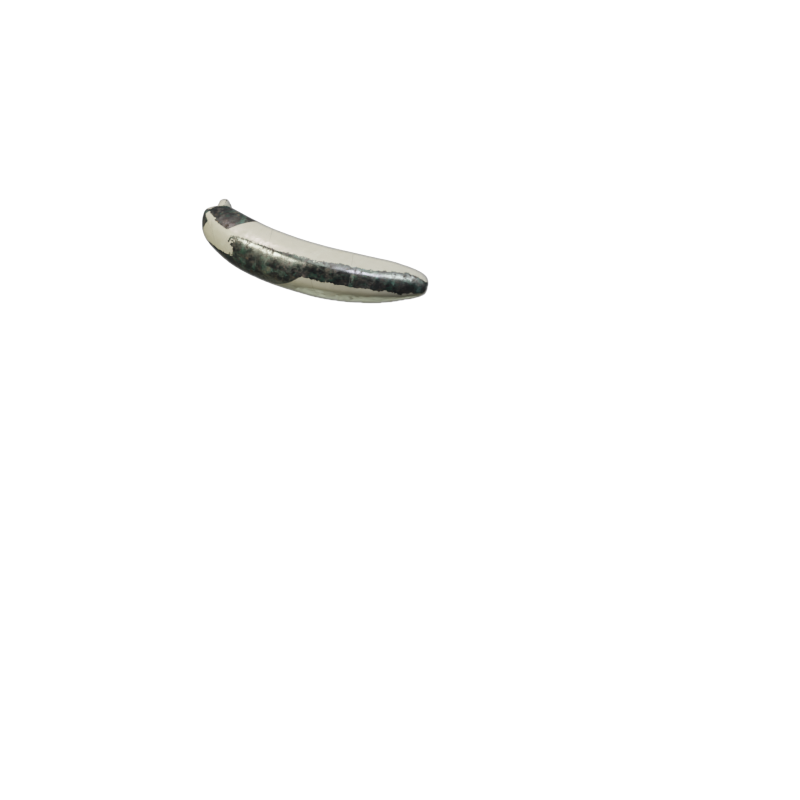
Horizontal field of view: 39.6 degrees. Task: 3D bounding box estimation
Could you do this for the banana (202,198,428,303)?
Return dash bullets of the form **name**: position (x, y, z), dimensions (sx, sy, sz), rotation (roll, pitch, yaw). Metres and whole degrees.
- **banana**: position (-0.077, -0.108, 0.806), dimensions (0.209, 0.034, 0.070), rotation (26, 45, 28)
